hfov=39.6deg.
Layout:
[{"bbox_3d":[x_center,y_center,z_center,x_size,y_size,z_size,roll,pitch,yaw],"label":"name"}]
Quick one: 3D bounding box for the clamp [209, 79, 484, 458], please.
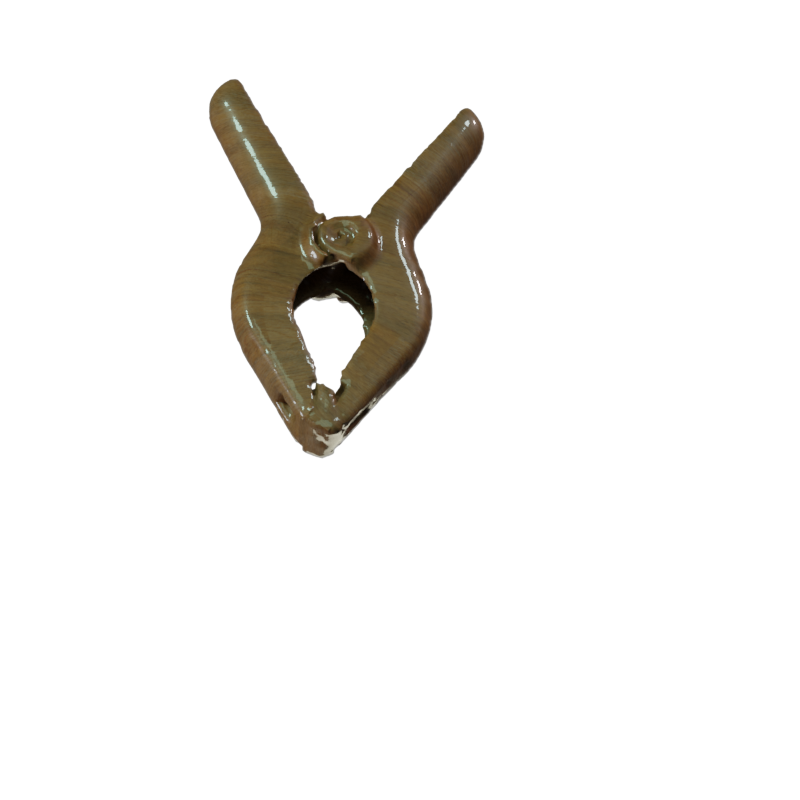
[{"bbox_3d":[-0.035,-0.065,0.452,0.121,0.181,0.037,9,-34,6],"label":"clamp"}]
